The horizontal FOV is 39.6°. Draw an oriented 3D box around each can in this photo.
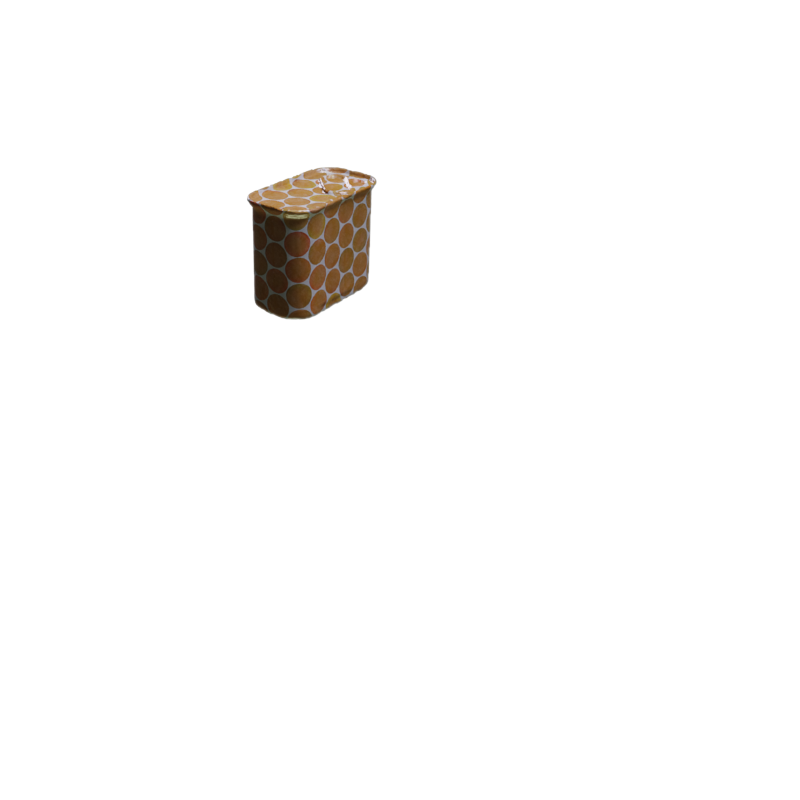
[{"bbox_3d":[-0.063,-0.115,0.807,0.060,0.080,0.102,17,30,31],"label":"can"}]
